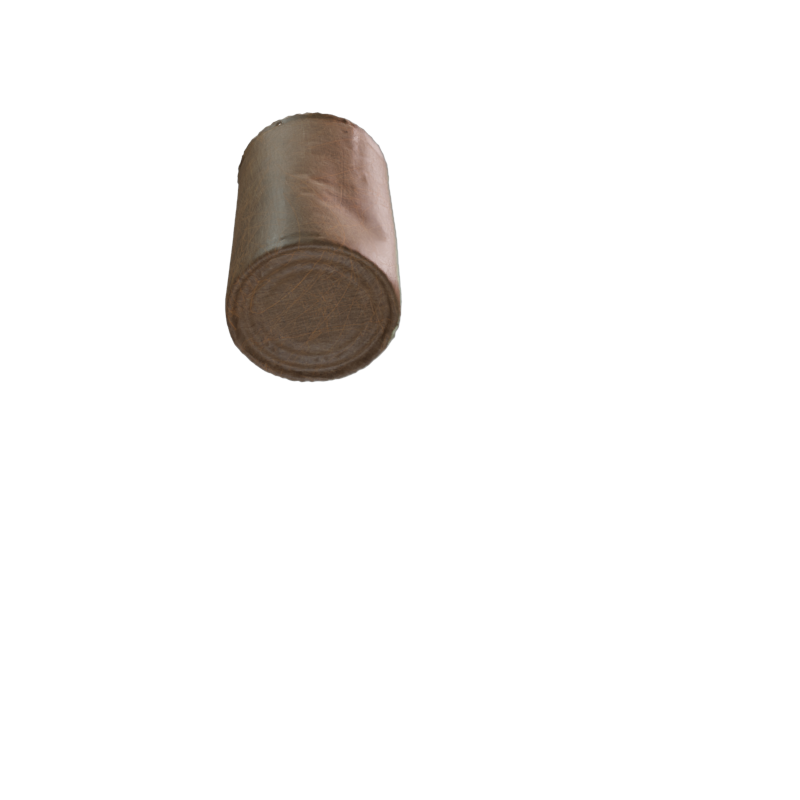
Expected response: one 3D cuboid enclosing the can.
[{"bbox_3d":[-0.036,-0.065,0.455,0.068,0.064,0.109,-1,38,-3],"label":"can"}]
